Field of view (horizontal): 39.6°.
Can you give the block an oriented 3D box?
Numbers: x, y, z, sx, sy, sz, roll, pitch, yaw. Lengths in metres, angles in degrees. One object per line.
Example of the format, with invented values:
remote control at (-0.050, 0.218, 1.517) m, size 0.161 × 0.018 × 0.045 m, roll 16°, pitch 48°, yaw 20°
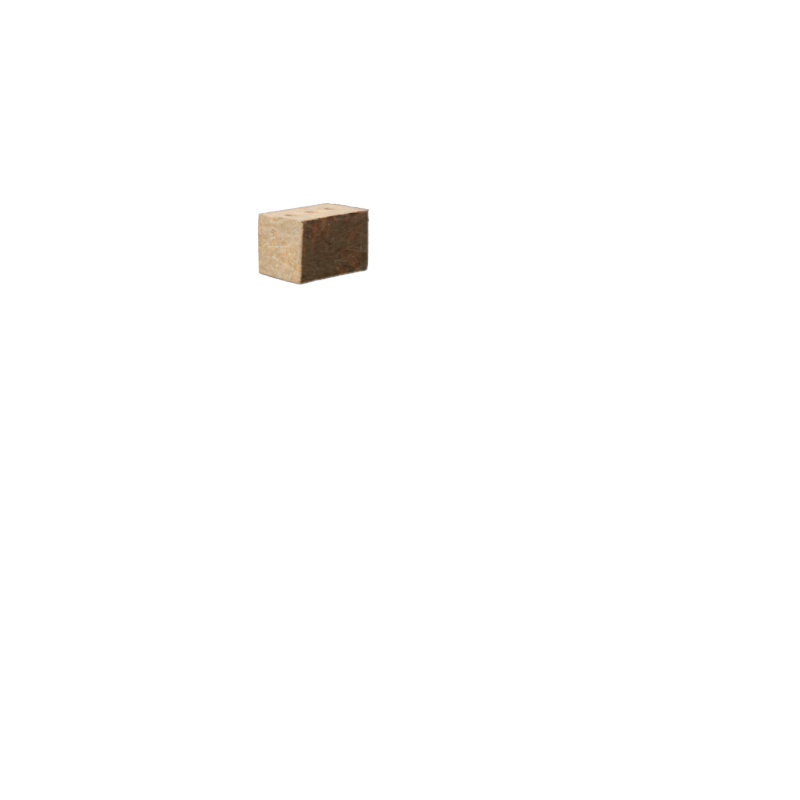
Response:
block at (-0.070, -0.128, 0.895) m, size 0.056 × 0.050 × 0.076 m, roll 15°, pitch 22°, yaw 41°
